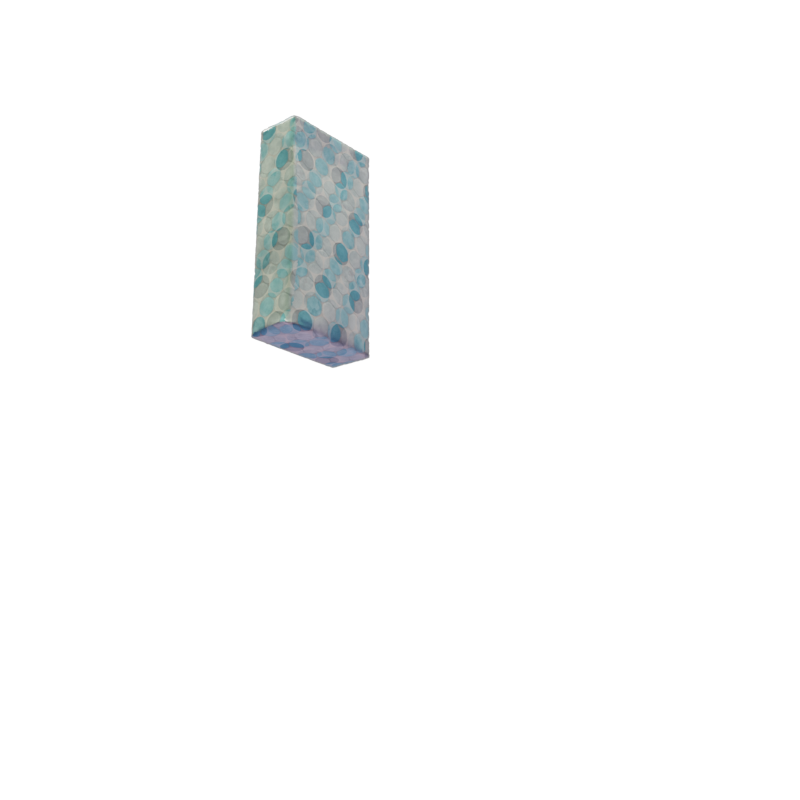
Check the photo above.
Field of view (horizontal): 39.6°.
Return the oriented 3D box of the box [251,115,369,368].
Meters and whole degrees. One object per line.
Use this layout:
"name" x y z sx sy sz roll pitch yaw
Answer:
"box" -0.068 -0.123 0.862 0.048 0.186 0.087 -22 -32 36
